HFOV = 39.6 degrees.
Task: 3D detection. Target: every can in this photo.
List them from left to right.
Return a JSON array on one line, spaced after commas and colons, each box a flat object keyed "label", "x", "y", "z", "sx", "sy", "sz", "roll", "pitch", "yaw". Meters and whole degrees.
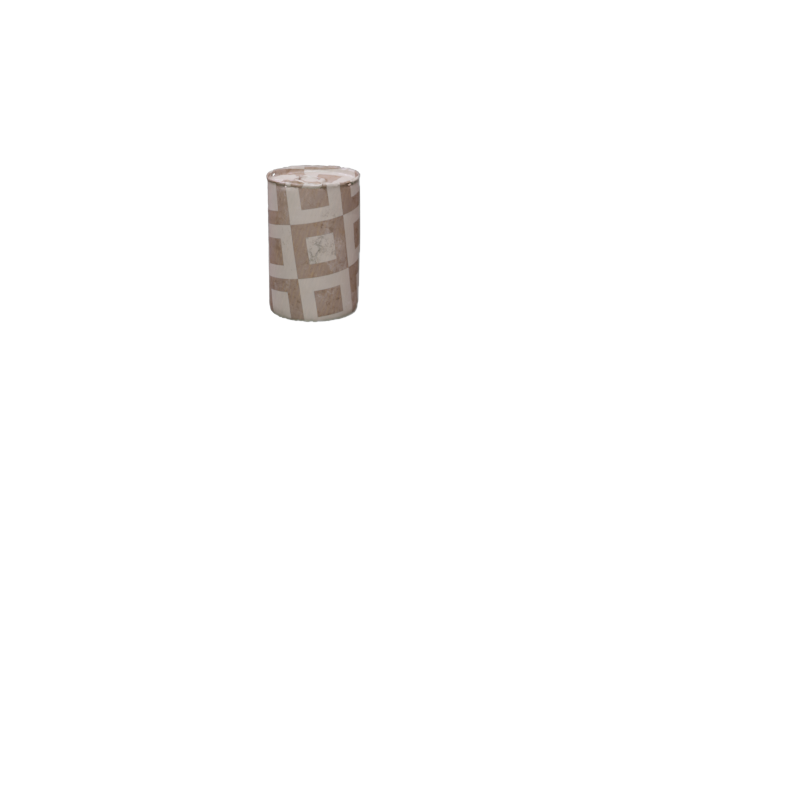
[{"label": "can", "x": -0.063, "y": -0.116, "z": 0.811, "sx": 0.068, "sy": 0.098, "sz": 0.071, "roll": 0, "pitch": 18, "yaw": -2}]
